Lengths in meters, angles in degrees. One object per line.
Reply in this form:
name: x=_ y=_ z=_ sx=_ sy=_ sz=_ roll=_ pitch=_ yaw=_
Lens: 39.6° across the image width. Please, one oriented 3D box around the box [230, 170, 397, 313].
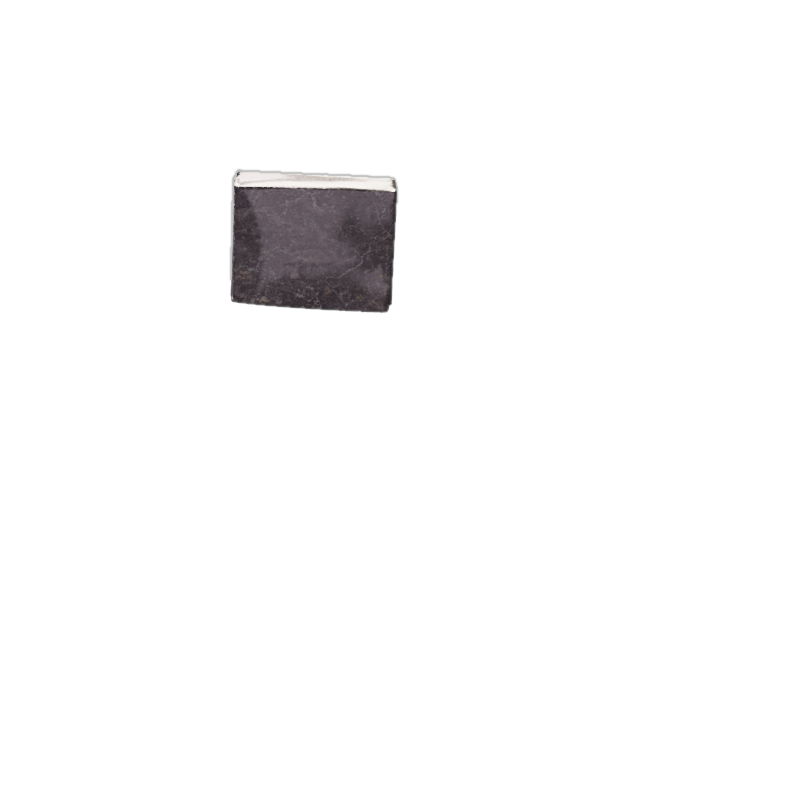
box: x=-0.060 y=-0.110 z=0.768 sx=0.113 sy=0.086 sz=0.041 roll=3 pitch=20 yaw=-2
